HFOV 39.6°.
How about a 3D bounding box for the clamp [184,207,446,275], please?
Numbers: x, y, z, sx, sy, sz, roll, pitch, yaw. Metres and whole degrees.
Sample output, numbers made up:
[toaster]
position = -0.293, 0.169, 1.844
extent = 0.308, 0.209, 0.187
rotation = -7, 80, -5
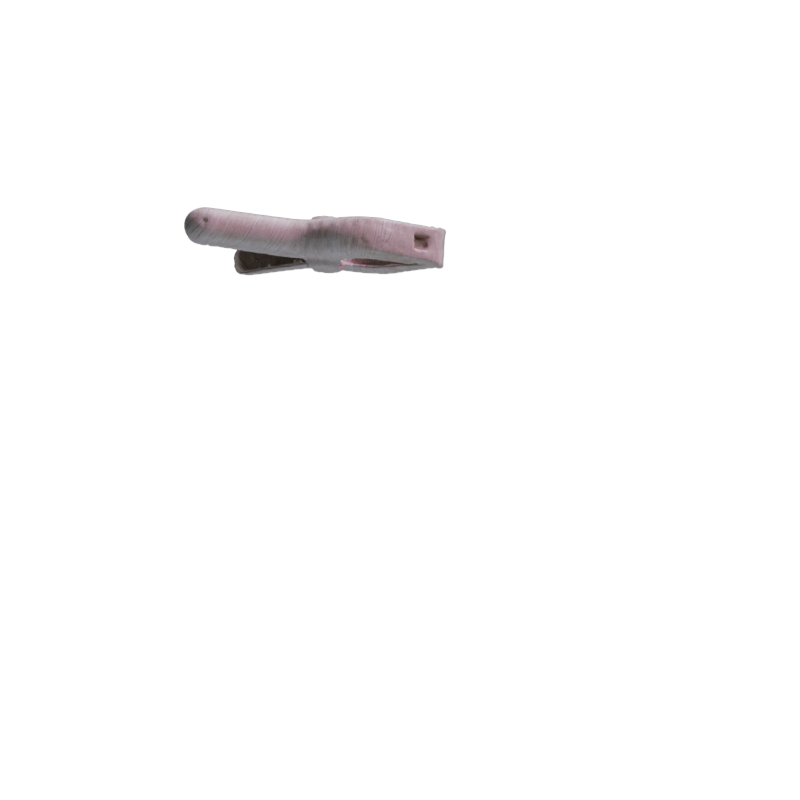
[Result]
[clamp]
position = -0.059, -0.108, 0.754
extent = 0.176, 0.040, 0.116
rotation = 0, -1, 21
